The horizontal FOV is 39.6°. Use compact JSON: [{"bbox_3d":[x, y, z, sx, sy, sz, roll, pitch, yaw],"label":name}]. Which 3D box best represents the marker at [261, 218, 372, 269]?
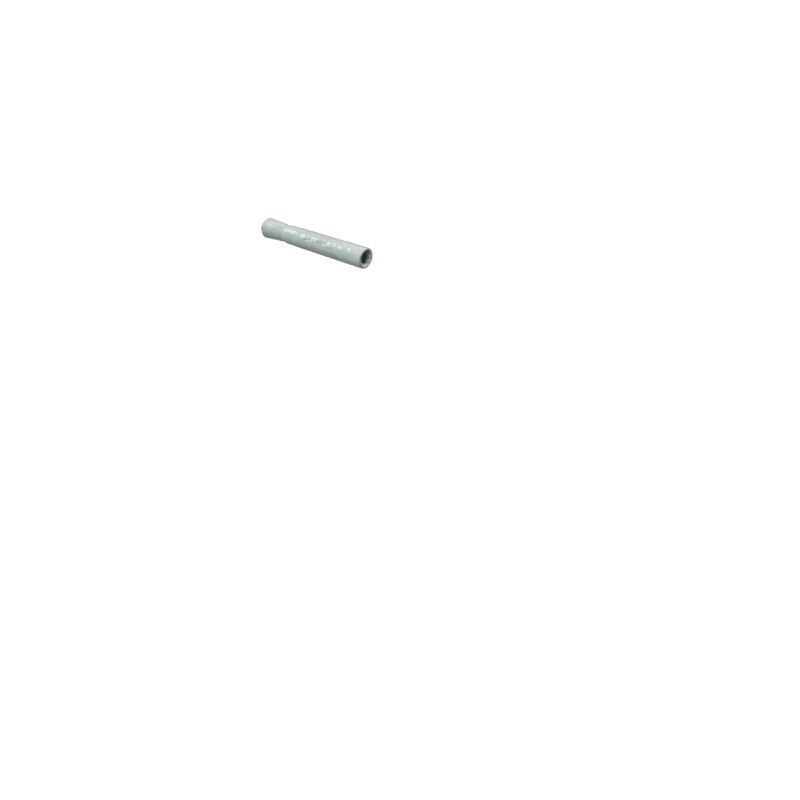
[{"bbox_3d":[-0.077,-0.140,0.979,0.128,0.019,0.019,22,16,36],"label":"marker"}]
